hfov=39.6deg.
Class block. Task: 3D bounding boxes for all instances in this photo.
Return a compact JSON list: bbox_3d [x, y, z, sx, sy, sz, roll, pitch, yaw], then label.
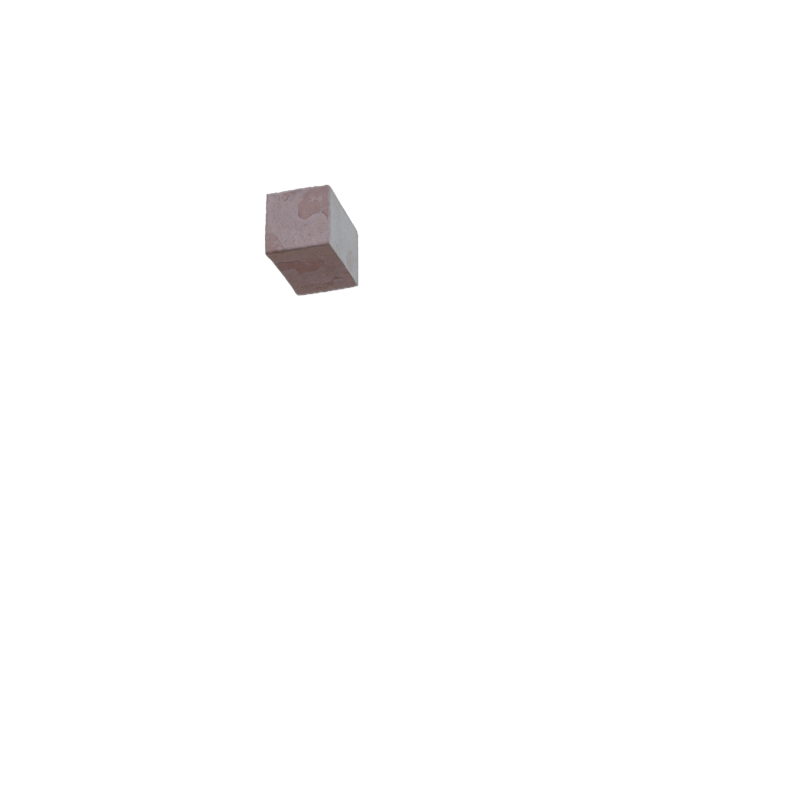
[{"bbox_3d":[-0.067,-0.121,0.850,0.053,0.054,0.073,-7,-24,13],"label":"block"}]
